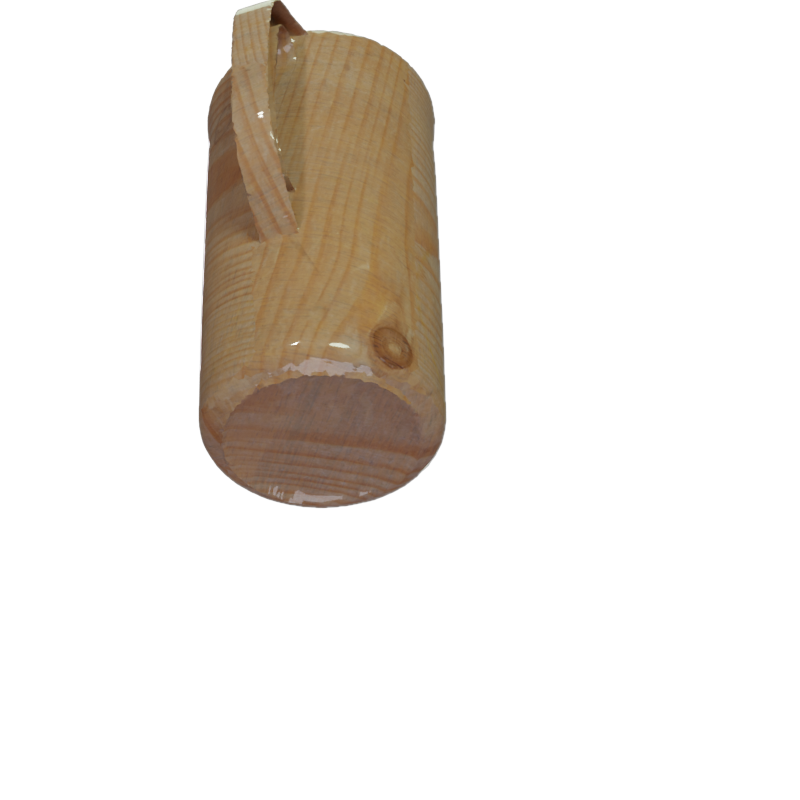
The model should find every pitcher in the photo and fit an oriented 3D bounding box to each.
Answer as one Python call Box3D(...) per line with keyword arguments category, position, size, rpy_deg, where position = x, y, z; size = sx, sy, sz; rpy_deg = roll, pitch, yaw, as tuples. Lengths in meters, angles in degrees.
Box3D(category="pitcher", position=(-0.044, -0.080, 0.559), size=(0.144, 0.261, 0.140), rpy_deg=(19, -50, -21))
